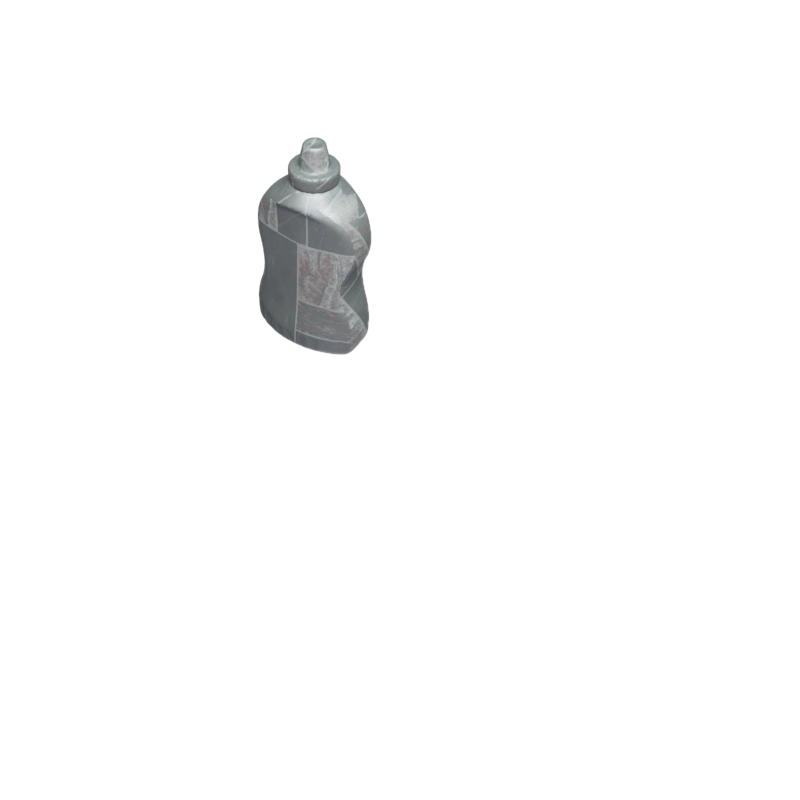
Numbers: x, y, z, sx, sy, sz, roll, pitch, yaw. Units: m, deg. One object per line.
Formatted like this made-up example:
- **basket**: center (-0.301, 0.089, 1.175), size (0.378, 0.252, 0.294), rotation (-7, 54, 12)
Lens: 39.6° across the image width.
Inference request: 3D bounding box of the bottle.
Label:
- **bottle**: center (-0.070, -0.129, 0.898), size (0.101, 0.179, 0.059), rotation (27, 48, 23)
